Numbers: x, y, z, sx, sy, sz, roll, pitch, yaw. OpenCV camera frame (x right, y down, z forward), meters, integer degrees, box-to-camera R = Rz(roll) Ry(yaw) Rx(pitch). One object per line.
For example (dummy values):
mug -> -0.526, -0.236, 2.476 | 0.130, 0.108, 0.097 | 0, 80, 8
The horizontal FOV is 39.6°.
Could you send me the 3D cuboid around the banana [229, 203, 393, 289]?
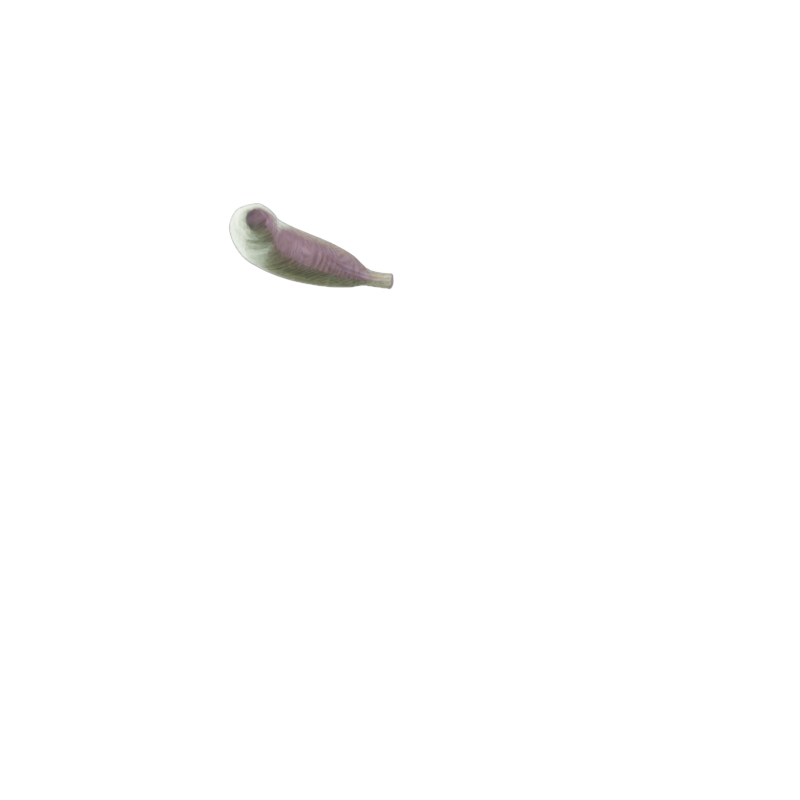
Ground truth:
banana -> -0.077, -0.112, 0.803 | 0.071, 0.038, 0.188 | -4, -8, 28
